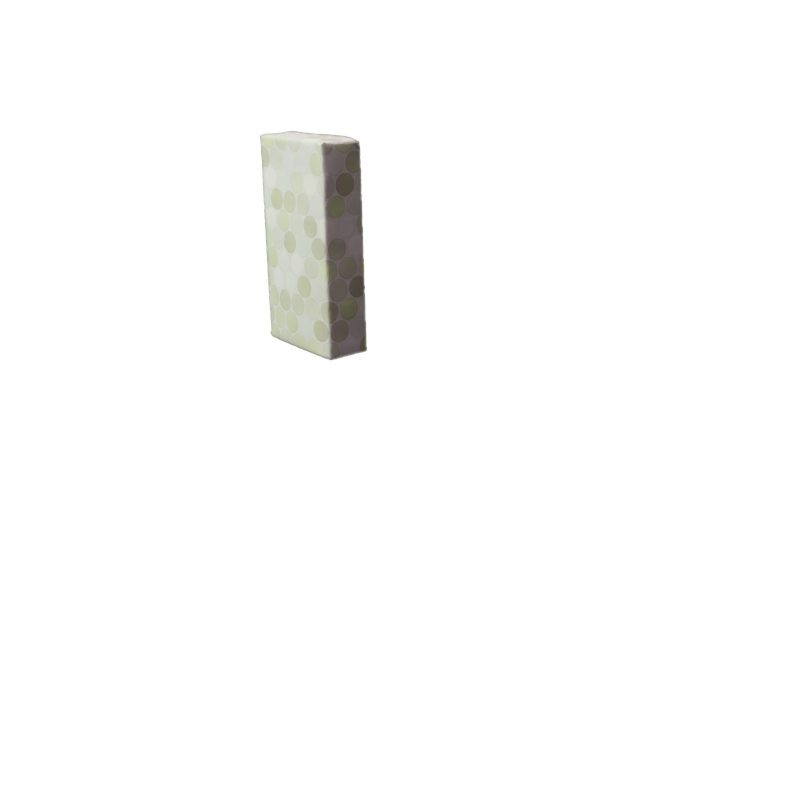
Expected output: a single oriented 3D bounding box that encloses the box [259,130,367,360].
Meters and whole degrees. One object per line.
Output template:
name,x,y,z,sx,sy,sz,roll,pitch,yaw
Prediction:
box,-0.071,-0.130,0.913,0.047,0.171,0.099,-8,15,-36
